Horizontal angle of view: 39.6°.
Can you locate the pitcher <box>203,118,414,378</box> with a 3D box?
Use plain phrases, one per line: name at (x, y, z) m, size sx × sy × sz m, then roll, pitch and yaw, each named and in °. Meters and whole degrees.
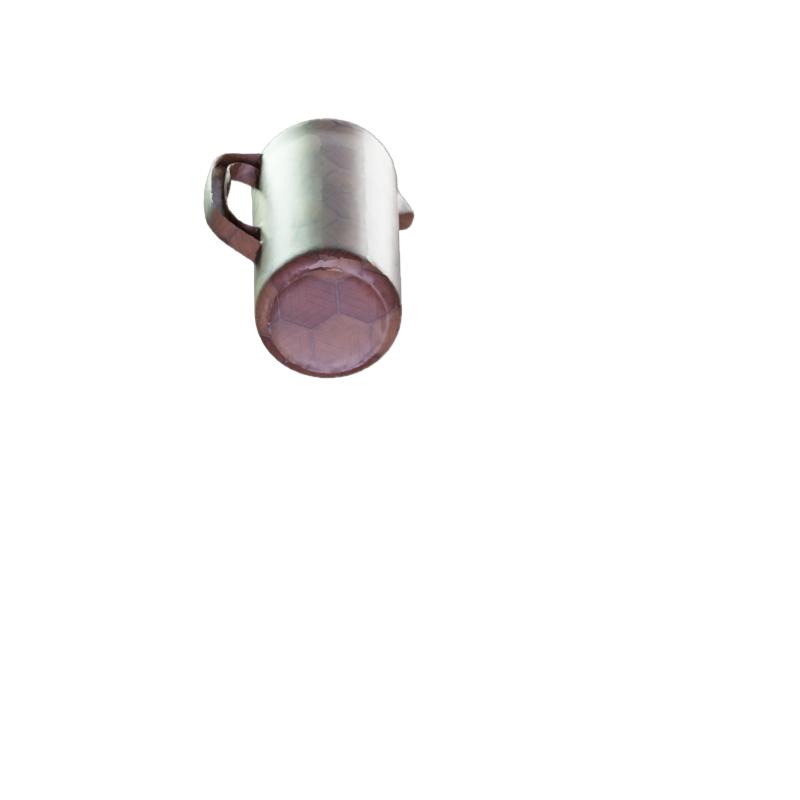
pitcher at (-0.071, -0.129, 0.902) m, size 0.149 × 0.136 × 0.259 m, roll -22°, pitch 31°, yaw 10°
